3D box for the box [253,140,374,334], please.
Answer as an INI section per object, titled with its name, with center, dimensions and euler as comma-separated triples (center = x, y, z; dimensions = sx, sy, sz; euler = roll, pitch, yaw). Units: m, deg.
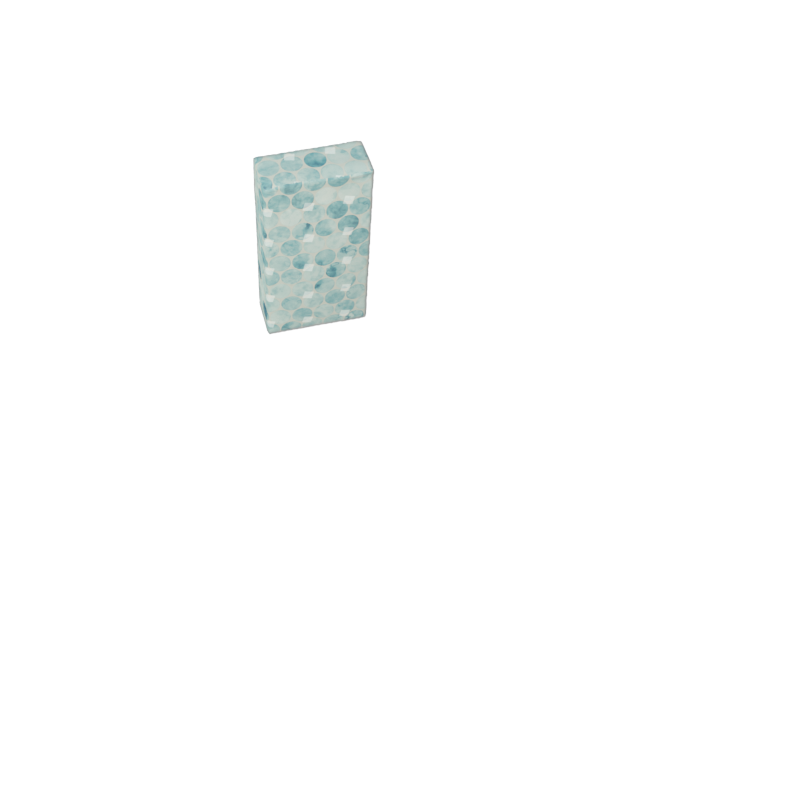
[box]
center = -0.073, -0.133, 0.937
dimensions = 0.092, 0.052, 0.164
euler = -11, -36, -11
